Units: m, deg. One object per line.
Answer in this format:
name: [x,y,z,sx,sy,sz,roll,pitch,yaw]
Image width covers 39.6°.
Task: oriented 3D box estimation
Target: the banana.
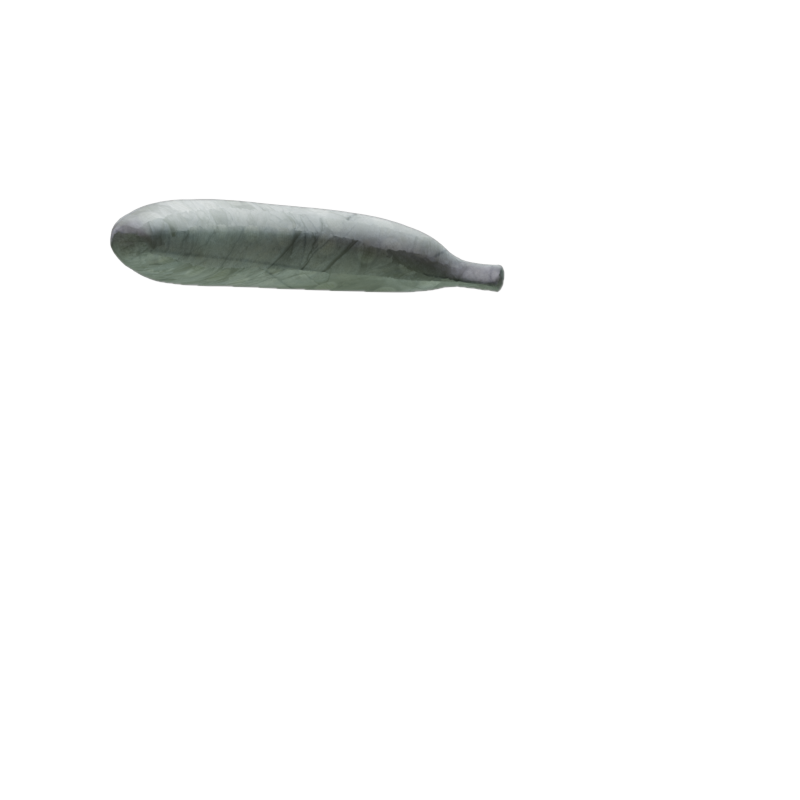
banana: [-0.045,-0.066,0.469,0.190,0.037,0.072,-2,3,-40]
